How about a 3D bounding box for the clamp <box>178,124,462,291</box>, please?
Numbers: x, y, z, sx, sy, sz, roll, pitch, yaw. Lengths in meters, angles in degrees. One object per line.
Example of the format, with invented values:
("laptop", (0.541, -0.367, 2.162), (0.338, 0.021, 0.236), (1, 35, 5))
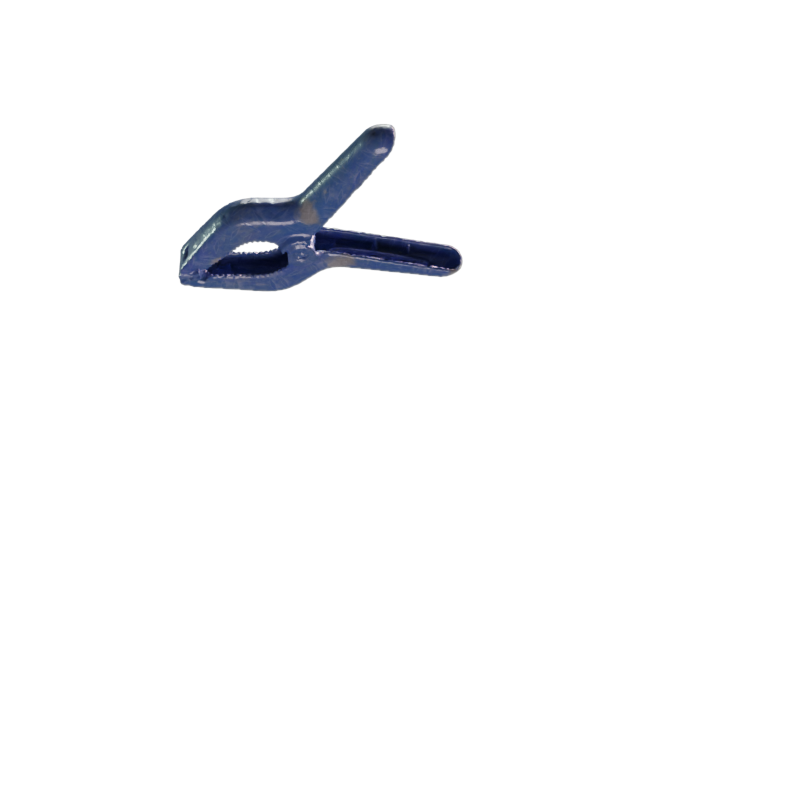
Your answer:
("clamp", (-0.065, -0.118, 0.827), (0.212, 0.039, 0.152), (-16, -37, 23))
